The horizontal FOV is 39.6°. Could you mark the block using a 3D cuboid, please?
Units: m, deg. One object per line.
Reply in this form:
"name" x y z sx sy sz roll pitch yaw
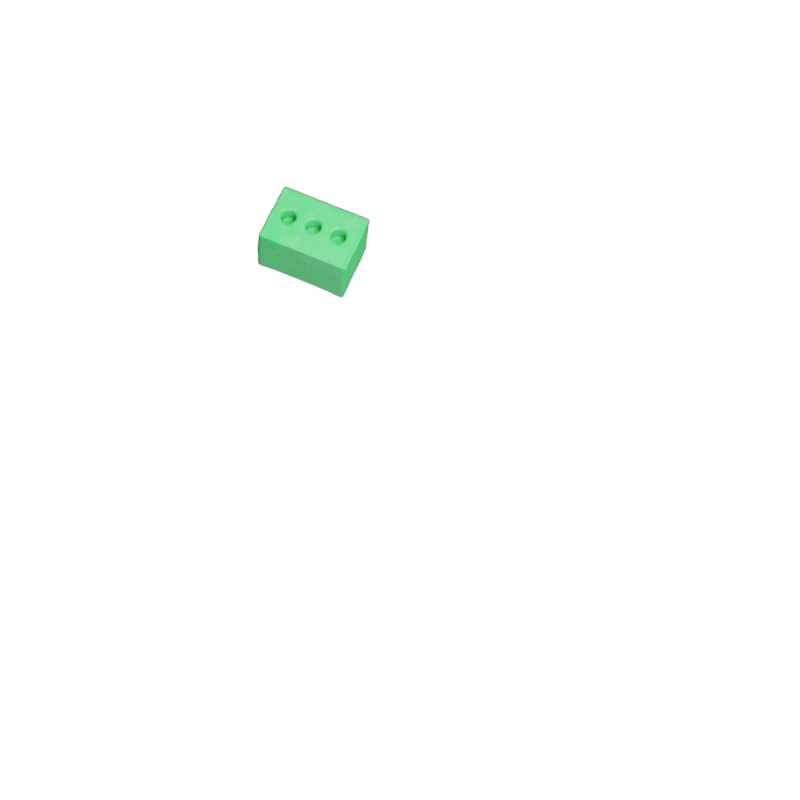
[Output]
"block" -0.070 -0.129 0.900 0.080 0.055 0.048 22 -24 9
